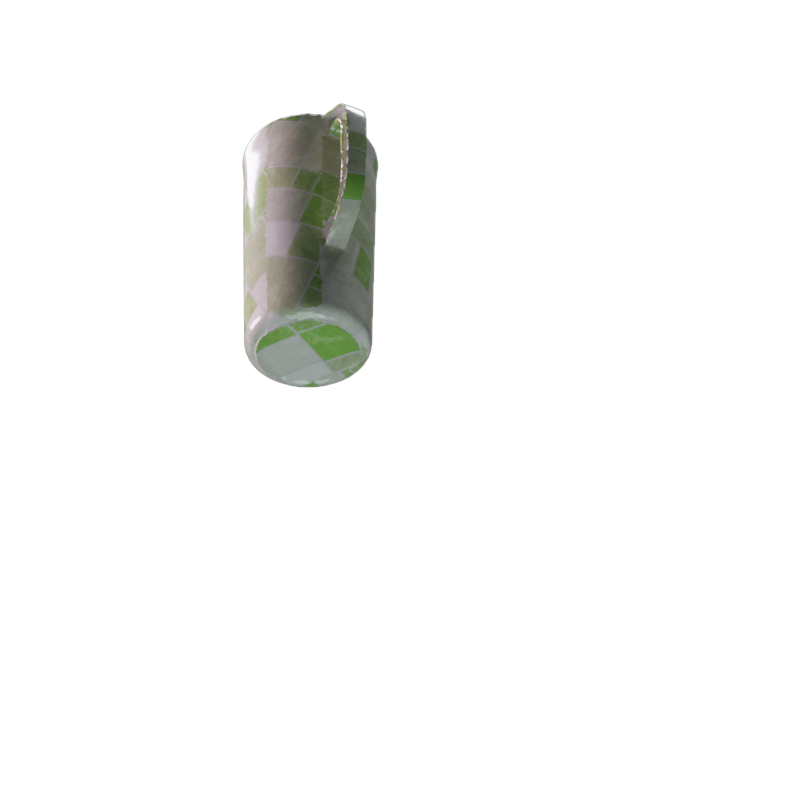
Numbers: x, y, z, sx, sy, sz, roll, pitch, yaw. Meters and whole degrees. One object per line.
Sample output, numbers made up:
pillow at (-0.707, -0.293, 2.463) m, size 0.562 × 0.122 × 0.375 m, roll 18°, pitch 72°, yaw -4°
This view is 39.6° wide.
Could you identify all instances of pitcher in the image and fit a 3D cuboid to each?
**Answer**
pitcher at (-0.078, -0.143, 0.998) m, size 0.146 × 0.261 × 0.137 m, roll -14°, pitch -42°, yaw 12°
